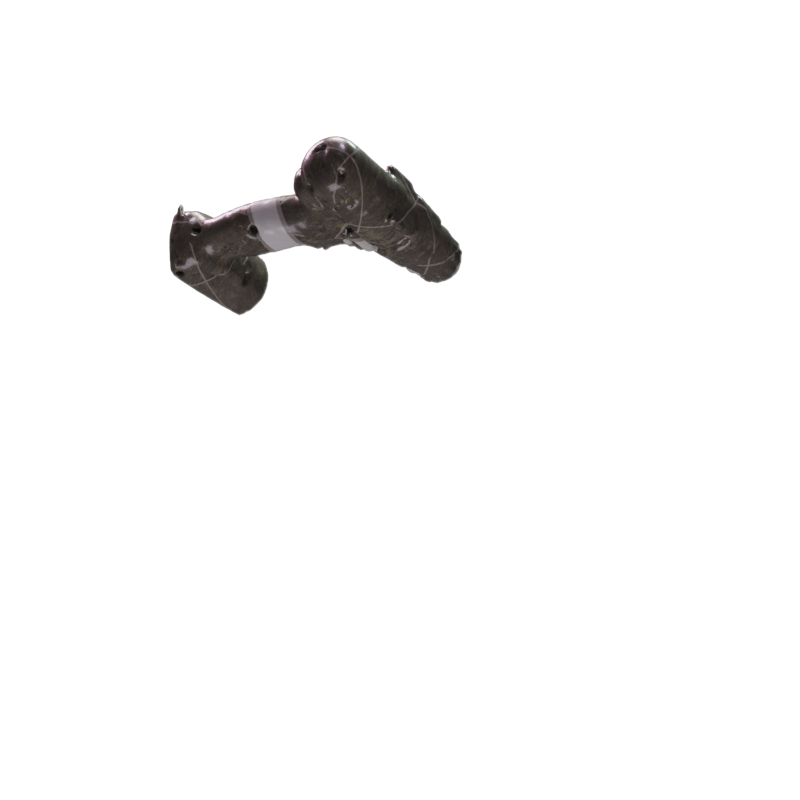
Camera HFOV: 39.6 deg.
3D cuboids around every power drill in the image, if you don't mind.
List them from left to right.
[{"bbox_3d":[-0.066,-0.121,0.844,0.190,0.061,0.171,-16,-31,28],"label":"power drill"}]
